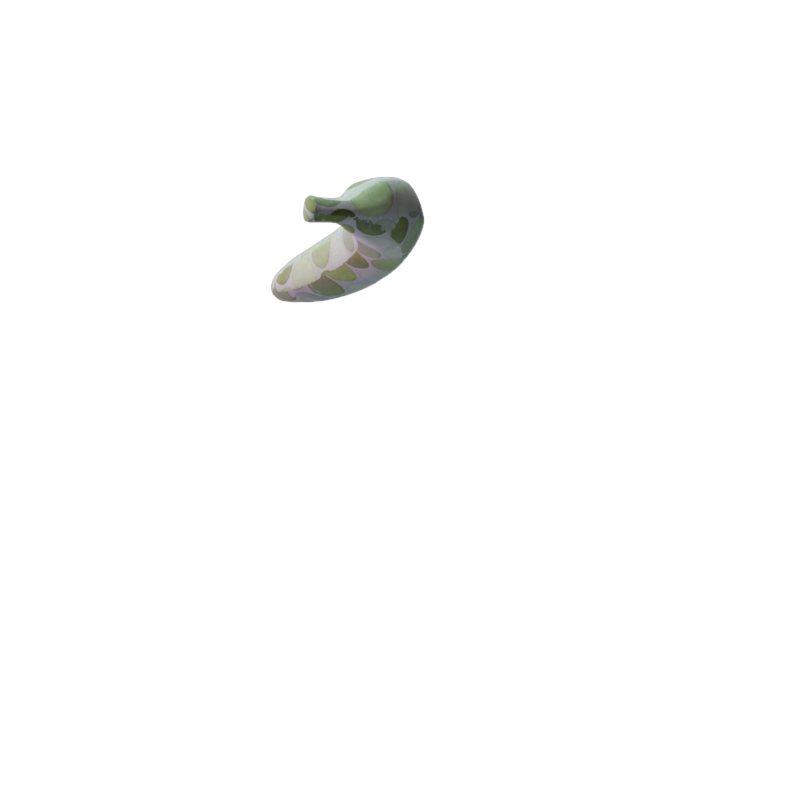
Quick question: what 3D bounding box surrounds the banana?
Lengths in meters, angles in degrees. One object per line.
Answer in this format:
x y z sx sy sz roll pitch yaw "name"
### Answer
-0.028 -0.085 0.592 0.069 0.038 0.194 1 -8 -10 "banana"
